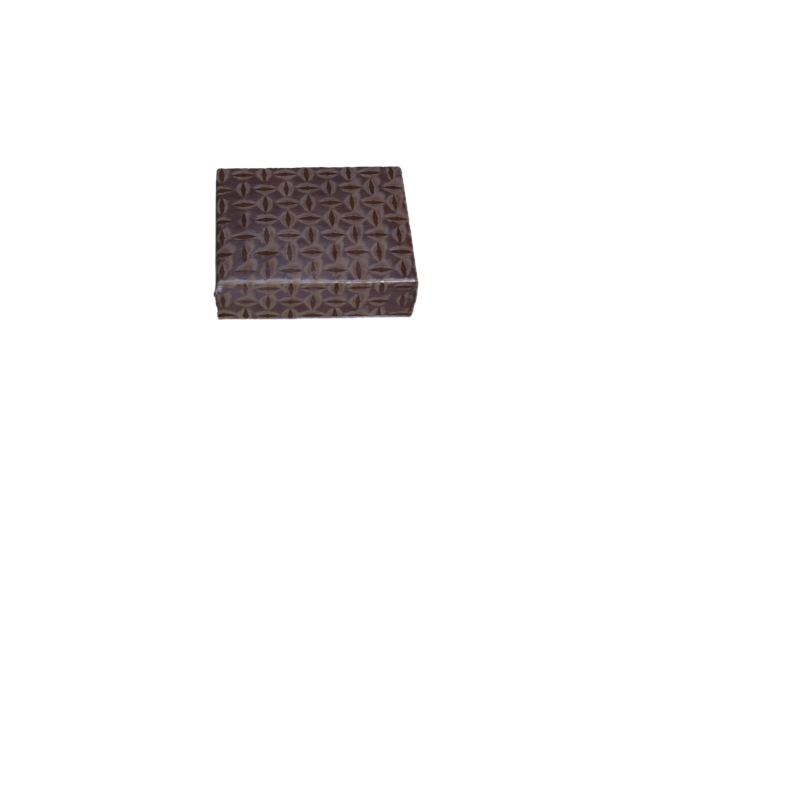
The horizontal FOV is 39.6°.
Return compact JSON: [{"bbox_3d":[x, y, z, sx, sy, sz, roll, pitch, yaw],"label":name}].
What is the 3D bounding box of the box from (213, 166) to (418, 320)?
[{"bbox_3d":[-0.050,-0.091,0.637,0.113,0.097,0.036,-3,-39,-3],"label":"box"}]
